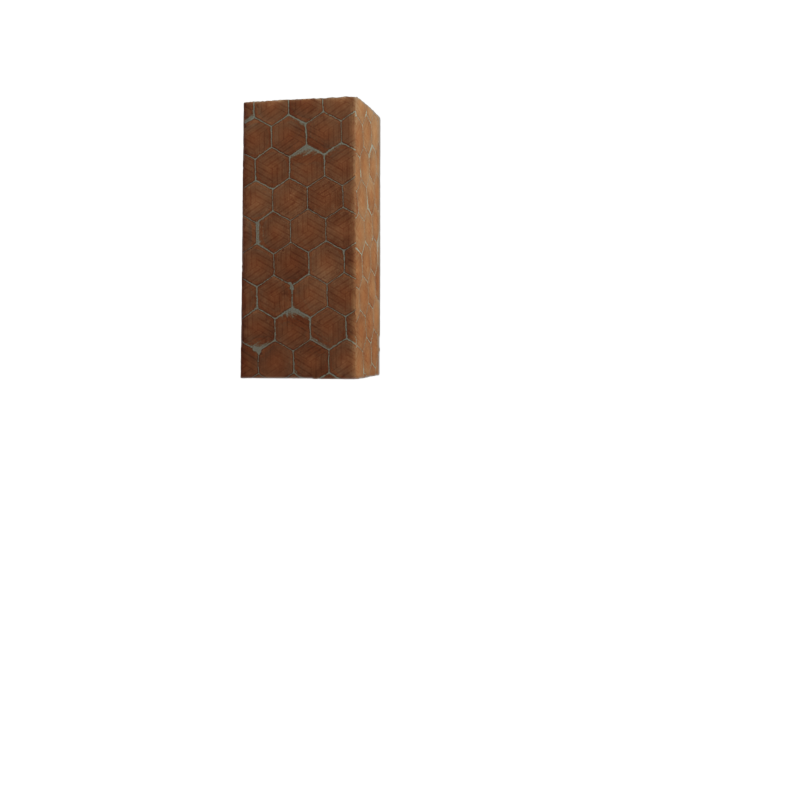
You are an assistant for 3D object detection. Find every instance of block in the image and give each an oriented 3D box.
[{"bbox_3d":[-0.066,-0.122,0.852,0.092,0.208,0.088,-1,-4,13],"label":"block"}]
